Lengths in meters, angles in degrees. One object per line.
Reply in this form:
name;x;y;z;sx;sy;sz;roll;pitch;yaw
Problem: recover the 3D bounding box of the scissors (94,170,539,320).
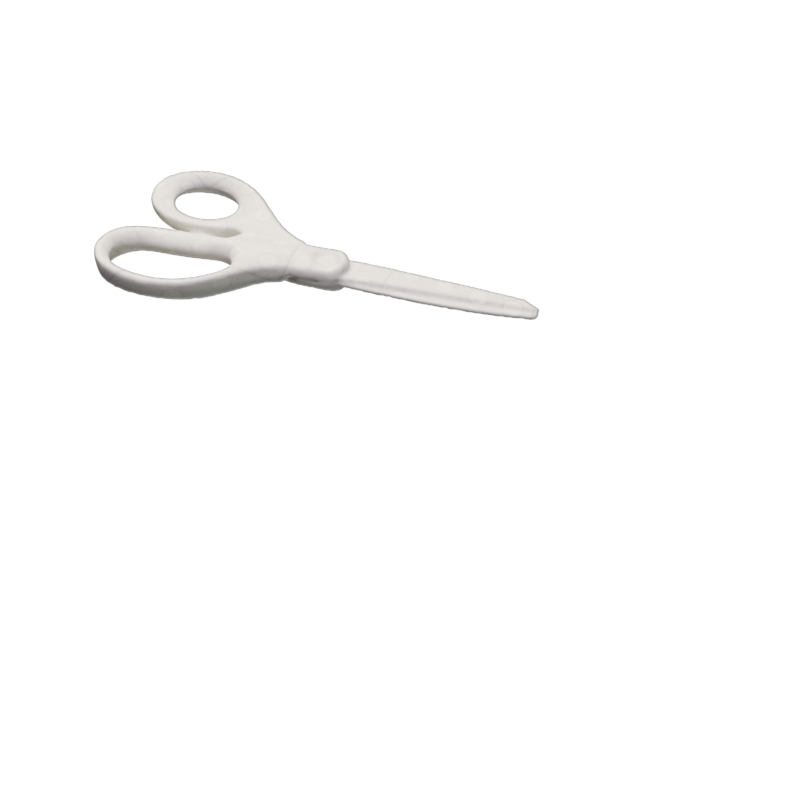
scissors;-0.041;-0.075;0.524;0.202;0.015;0.103;1;44;1
